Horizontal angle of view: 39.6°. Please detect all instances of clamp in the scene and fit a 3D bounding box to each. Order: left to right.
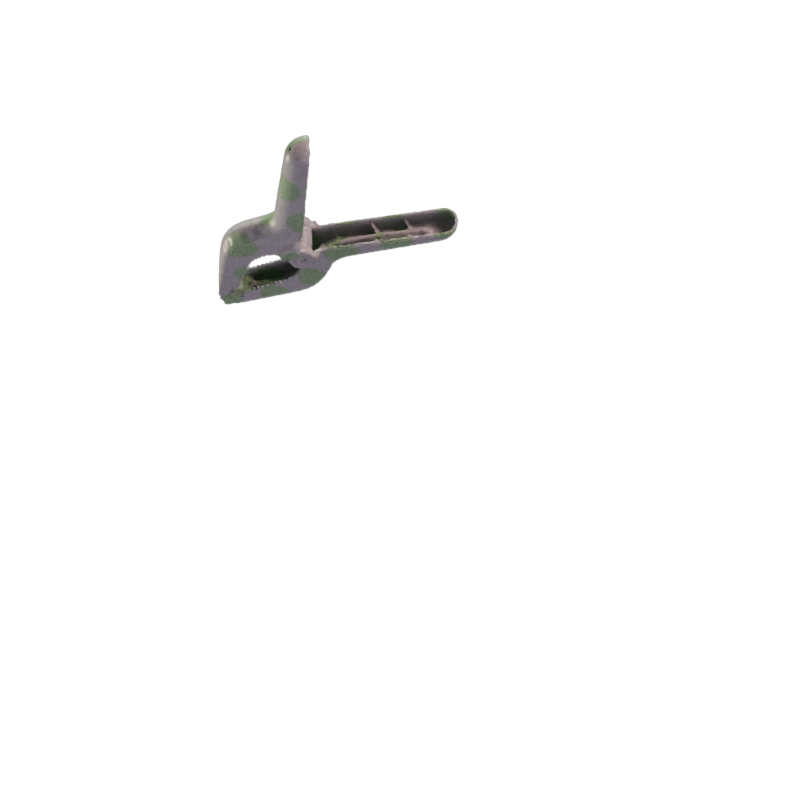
[{"bbox_3d":[-0.070,-0.127,0.889,0.156,0.039,0.208,19,-33,-32],"label":"clamp"}]
